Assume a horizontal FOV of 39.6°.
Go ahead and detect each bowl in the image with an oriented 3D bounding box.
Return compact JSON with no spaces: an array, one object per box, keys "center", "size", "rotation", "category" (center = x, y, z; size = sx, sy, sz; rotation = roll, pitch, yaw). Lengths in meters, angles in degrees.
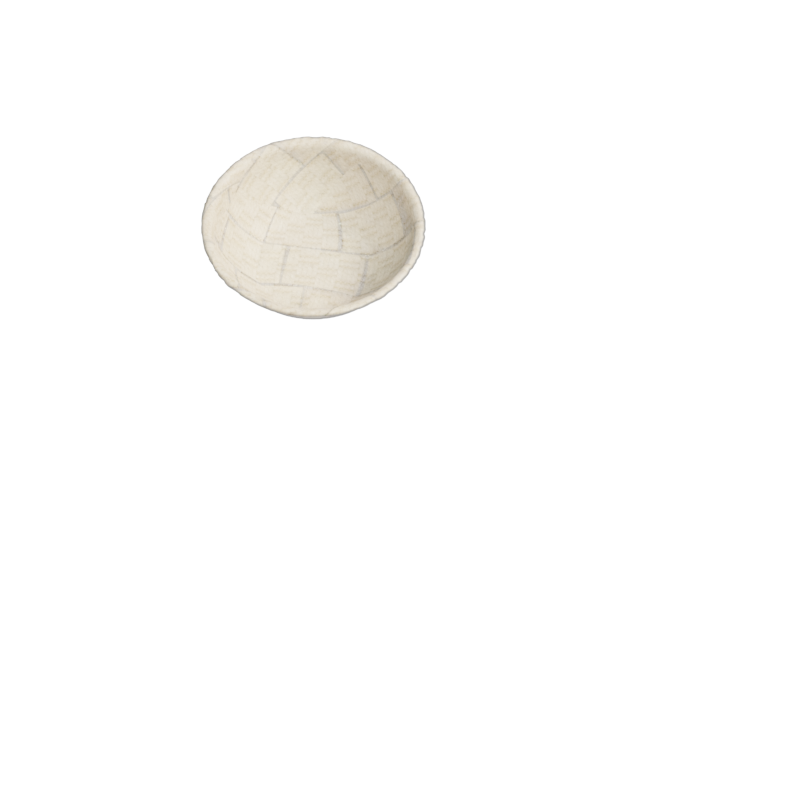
[{"center":[-0.064,-0.117,0.819],"size":[0.162,0.173,0.051],"rotation":[-1,-33,-1],"category":"bowl"}]
